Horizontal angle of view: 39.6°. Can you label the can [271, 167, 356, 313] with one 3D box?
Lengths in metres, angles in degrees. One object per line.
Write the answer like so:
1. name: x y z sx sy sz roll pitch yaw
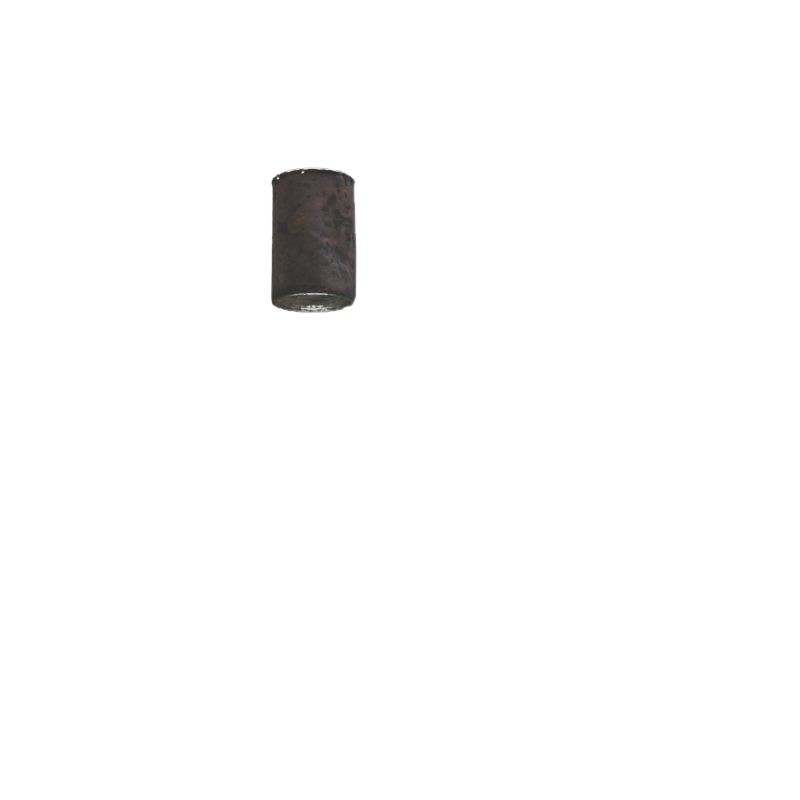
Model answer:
1. can: -0.069 -0.126 0.885 0.068 0.106 0.066 0 -14 -2
